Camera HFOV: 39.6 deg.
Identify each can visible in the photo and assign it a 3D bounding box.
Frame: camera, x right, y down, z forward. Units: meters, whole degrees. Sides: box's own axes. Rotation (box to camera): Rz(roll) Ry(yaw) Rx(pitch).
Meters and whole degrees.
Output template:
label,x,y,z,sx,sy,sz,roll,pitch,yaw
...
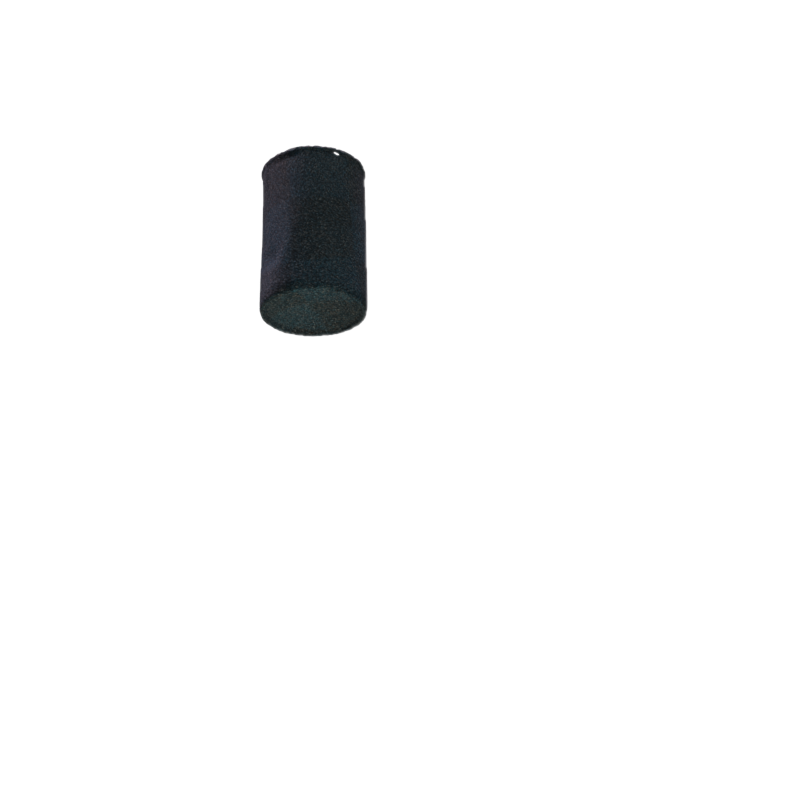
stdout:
label,x,y,z,sx,sy,sz,roll,pitch,yaw
can,-0.055,-0.100,0.699,0.068,0.109,0.065,0,-27,-2
